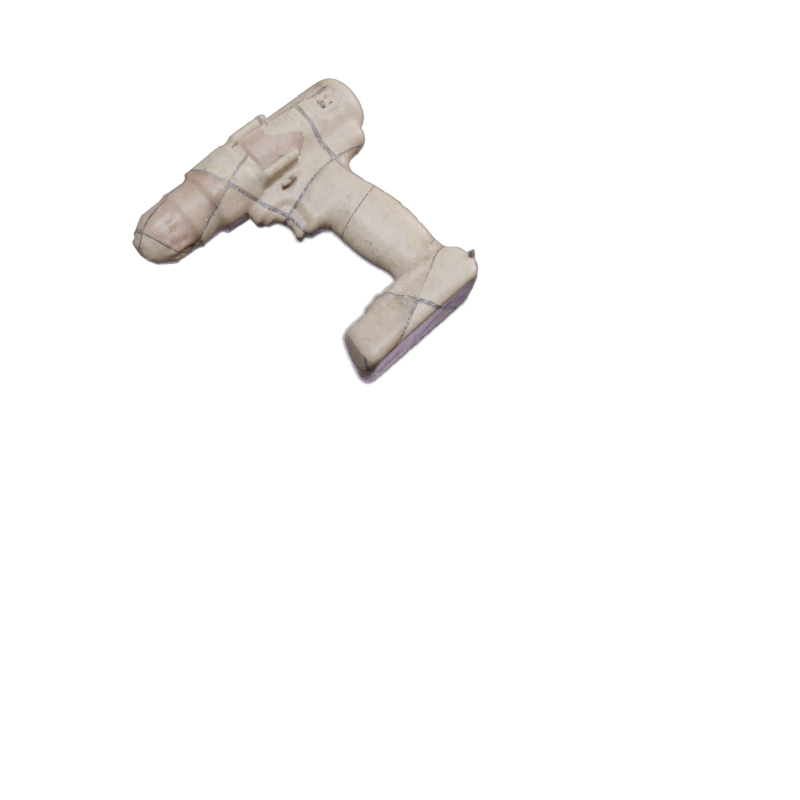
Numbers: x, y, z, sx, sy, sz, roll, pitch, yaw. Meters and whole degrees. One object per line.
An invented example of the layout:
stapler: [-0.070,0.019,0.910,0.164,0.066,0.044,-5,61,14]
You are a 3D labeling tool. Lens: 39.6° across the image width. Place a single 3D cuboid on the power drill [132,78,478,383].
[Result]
power drill: [-0.057,-0.104,0.731,0.186,0.195,0.055,-40,-15,-13]
